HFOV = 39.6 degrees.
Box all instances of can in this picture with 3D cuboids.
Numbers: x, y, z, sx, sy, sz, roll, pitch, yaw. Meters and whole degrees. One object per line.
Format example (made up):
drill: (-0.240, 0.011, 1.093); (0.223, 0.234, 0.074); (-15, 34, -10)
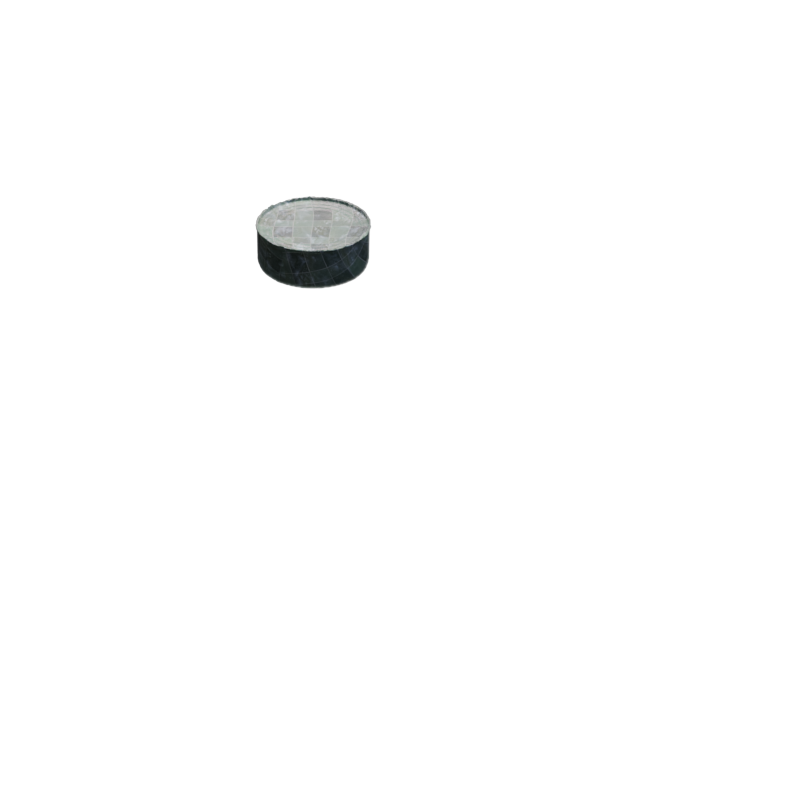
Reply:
can: (-0.065, -0.119, 0.831); (0.086, 0.031, 0.092); (-1, 35, -2)
